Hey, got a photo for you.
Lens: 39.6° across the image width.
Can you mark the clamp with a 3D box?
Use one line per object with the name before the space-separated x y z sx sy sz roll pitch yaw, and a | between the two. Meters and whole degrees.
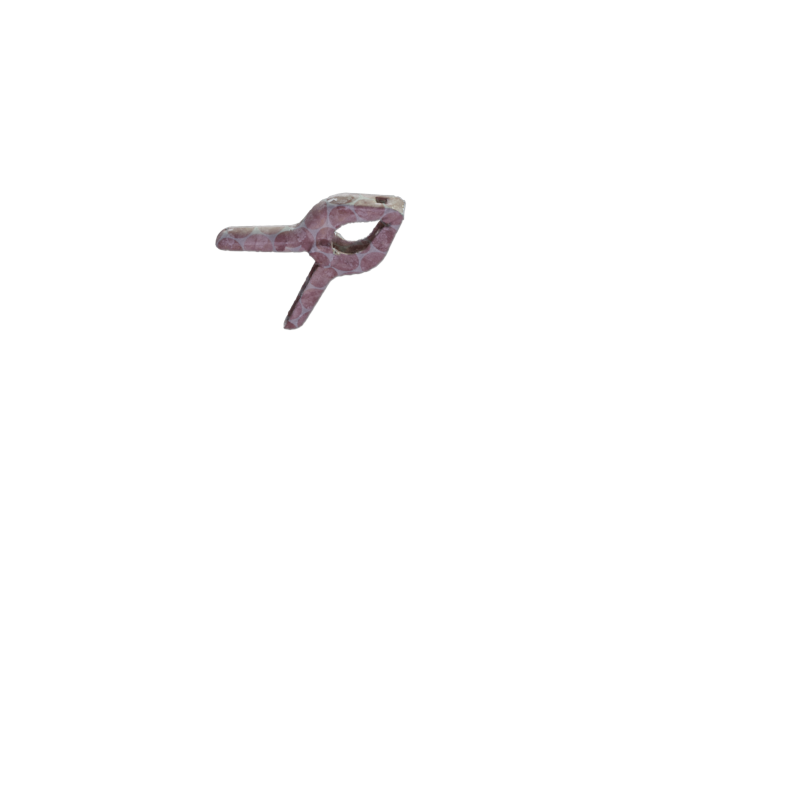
clamp | -0.077 -0.141 0.988 0.170 0.042 0.113 -34 -59 24
